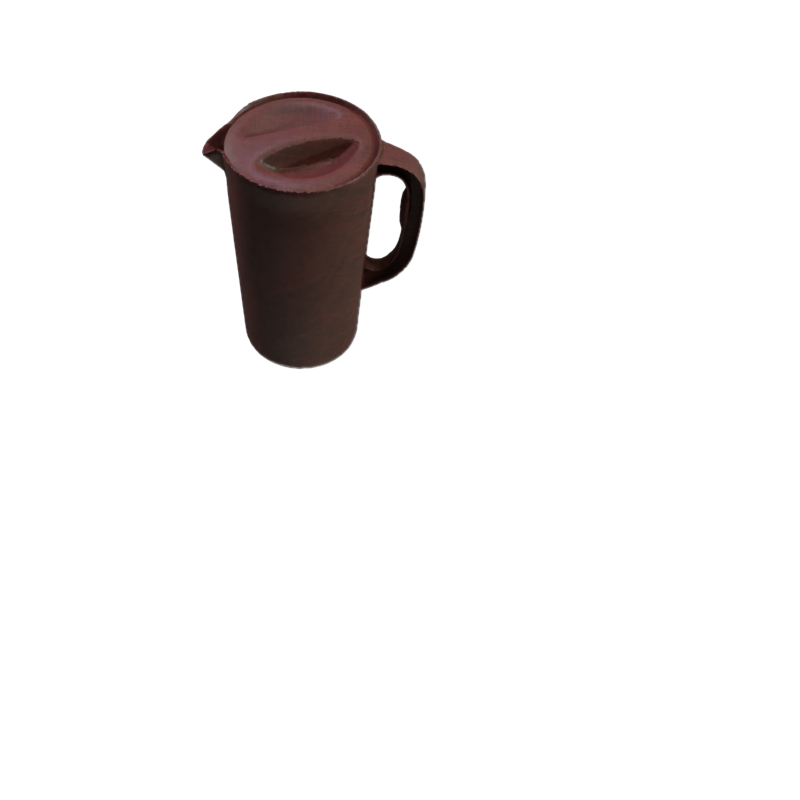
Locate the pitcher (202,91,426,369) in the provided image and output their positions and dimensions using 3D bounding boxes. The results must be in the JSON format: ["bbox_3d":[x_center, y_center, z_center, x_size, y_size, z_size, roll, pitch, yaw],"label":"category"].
[{"bbox_3d":[-0.077,-0.141,0.986,0.145,0.226,0.160,-31,56,-27],"label":"pitcher"}]
